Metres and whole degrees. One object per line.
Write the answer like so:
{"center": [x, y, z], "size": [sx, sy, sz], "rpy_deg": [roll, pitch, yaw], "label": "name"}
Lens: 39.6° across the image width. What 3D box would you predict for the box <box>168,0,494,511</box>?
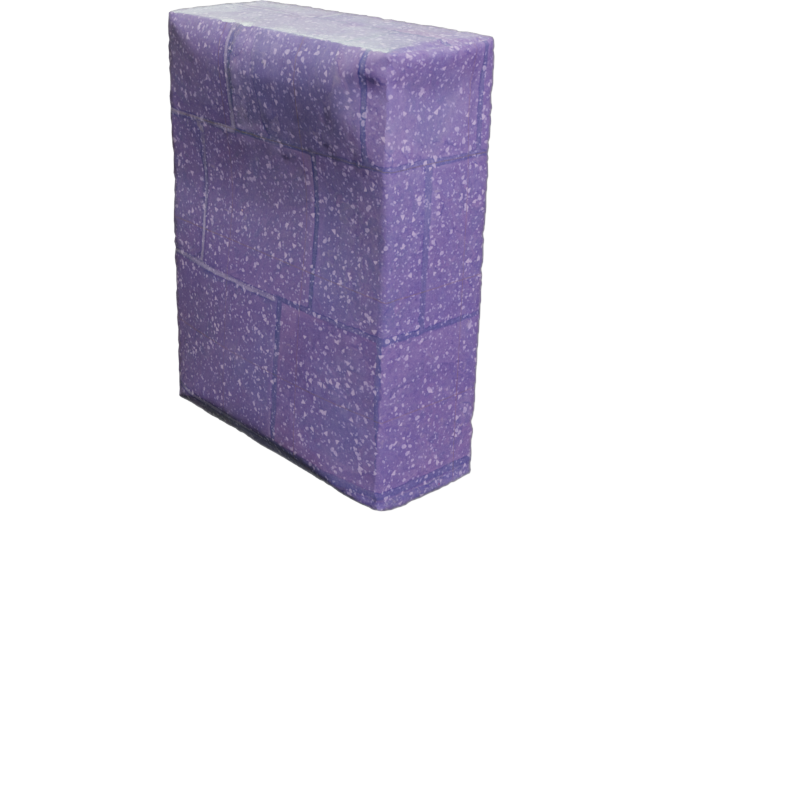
{"center": [-0.042, -0.077, 0.541], "size": [0.071, 0.204, 0.175], "rpy_deg": [-16, 28, -39], "label": "box"}
